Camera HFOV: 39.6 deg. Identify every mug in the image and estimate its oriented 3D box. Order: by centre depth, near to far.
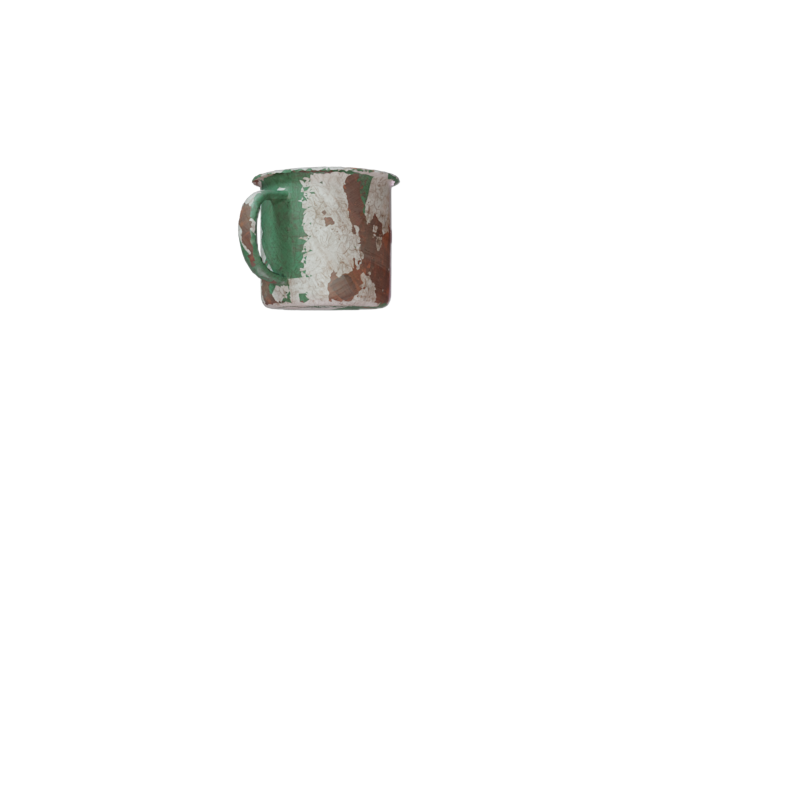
[{"bbox_3d":[-0.054,-0.098,0.685,0.096,0.082,0.112,-1,-2,38],"label":"mug"}]
